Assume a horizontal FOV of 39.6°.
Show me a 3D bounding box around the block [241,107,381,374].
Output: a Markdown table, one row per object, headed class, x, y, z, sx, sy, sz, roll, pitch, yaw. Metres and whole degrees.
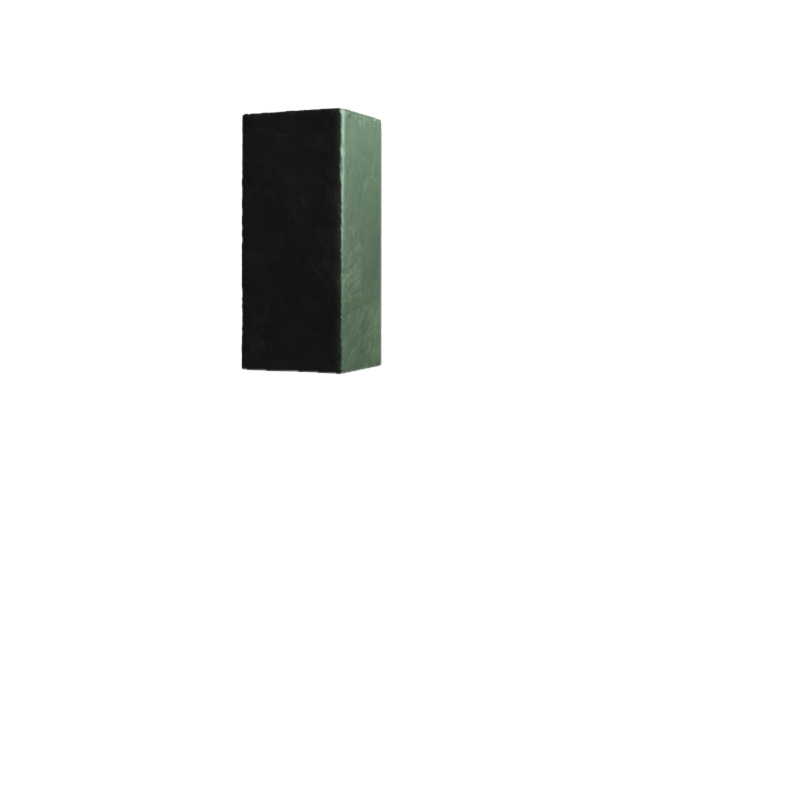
| class | x | y | z | sx | sy | sz | roll | pitch | yaw |
| --- | --- | --- | --- | --- | --- | --- | --- | --- | --- |
| block | -0.071 | -0.130 | 0.909 | 0.093 | 0.207 | 0.088 | 0 | 0 | 23 |
